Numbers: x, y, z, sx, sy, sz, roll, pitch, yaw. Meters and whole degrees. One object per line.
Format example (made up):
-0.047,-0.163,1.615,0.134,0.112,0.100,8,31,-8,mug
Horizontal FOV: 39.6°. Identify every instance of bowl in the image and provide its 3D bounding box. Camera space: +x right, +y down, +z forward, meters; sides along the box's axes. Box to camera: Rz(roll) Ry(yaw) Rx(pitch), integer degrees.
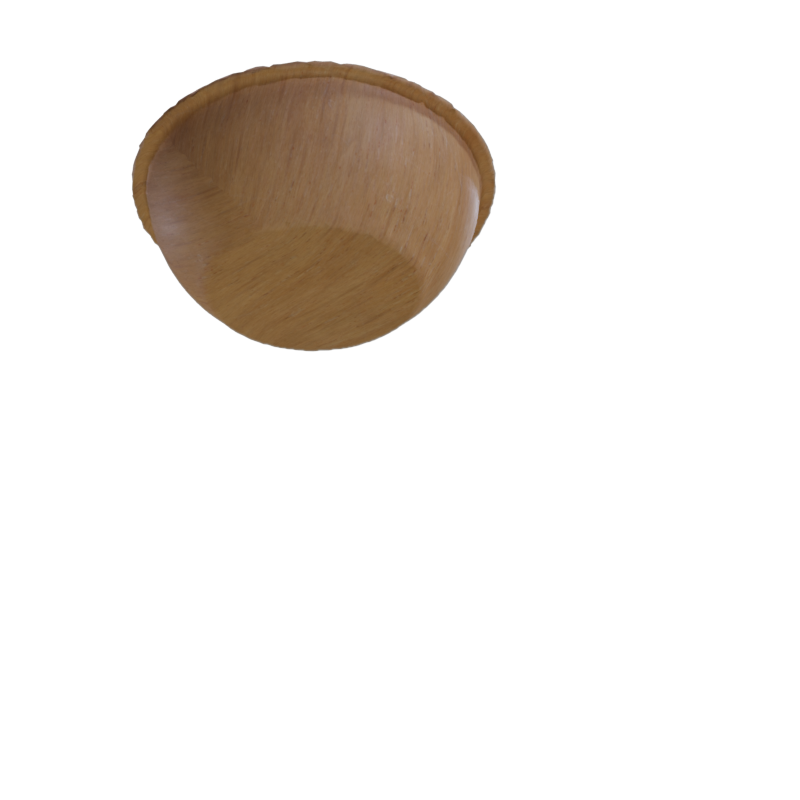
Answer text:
-0.037,-0.068,0.478,0.162,0.059,0.152,1,-34,-2,bowl
